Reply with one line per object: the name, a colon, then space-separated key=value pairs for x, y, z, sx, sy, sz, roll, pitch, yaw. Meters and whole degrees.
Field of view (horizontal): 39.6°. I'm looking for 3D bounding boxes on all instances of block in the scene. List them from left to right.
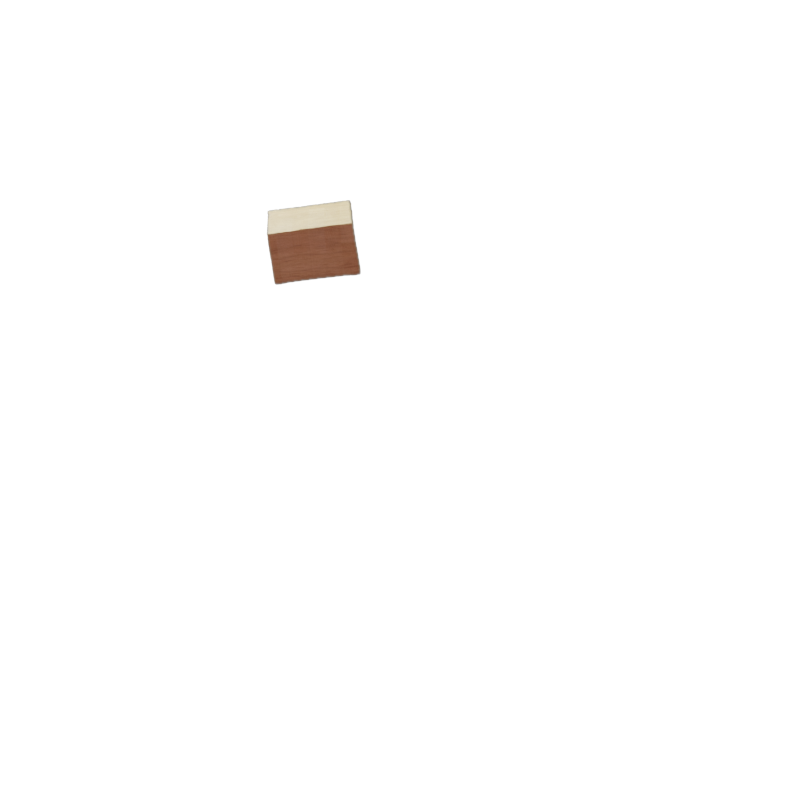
block: x=-0.077 y=-0.141 z=0.988 sx=0.078 sy=0.050 sz=0.054 roll=-6 pitch=30 yaw=2
